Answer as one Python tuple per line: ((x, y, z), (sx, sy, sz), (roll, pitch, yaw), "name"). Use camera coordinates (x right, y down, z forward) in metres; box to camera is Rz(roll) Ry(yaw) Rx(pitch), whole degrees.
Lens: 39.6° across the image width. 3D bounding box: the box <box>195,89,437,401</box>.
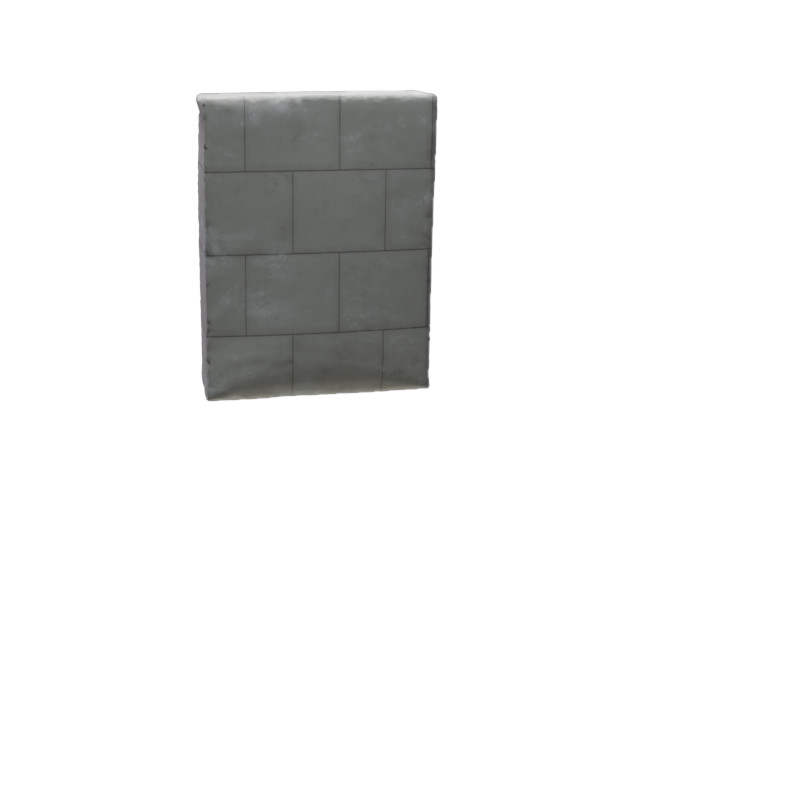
((-0.062, -0.114, 0.795), (0.162, 0.208, 0.075), (-2, 12, -12), "box")
